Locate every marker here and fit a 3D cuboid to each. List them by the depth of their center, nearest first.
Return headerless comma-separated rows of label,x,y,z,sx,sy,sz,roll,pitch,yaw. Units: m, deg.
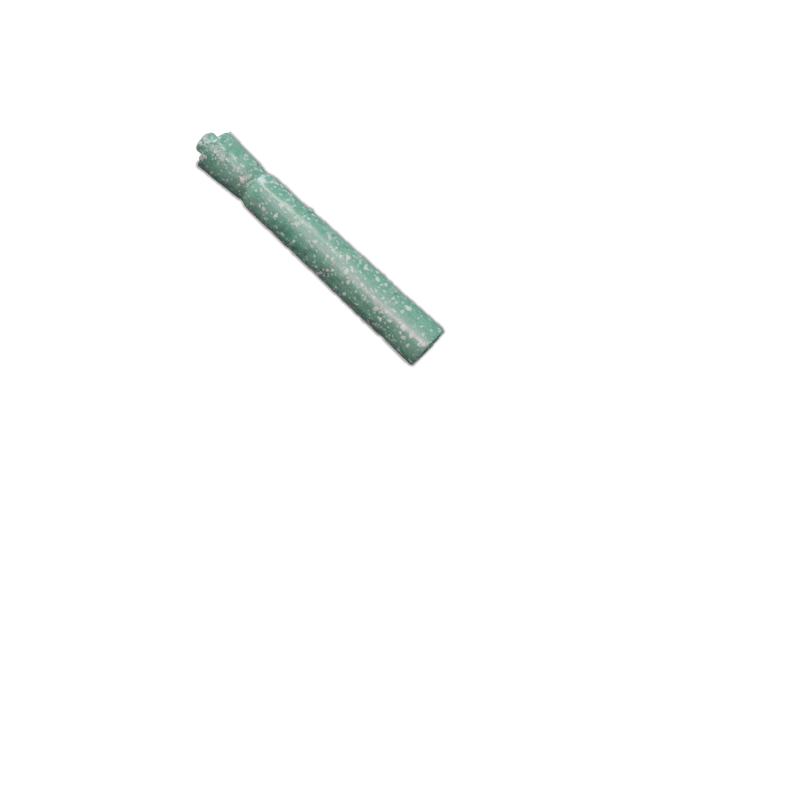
marker,-0.034,-0.061,0.429,0.124,0.020,0.019,44,11,10
